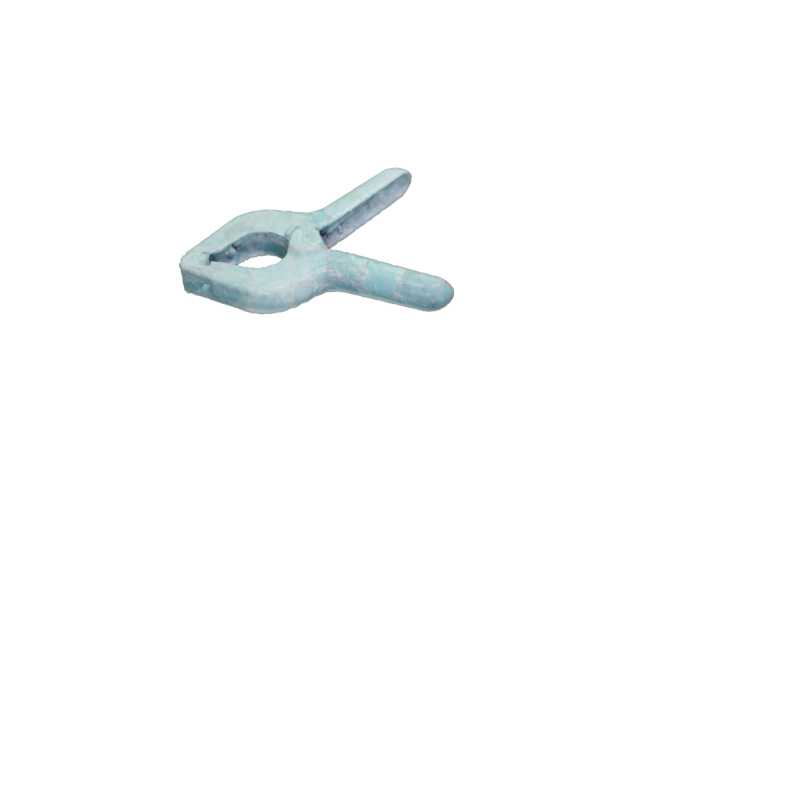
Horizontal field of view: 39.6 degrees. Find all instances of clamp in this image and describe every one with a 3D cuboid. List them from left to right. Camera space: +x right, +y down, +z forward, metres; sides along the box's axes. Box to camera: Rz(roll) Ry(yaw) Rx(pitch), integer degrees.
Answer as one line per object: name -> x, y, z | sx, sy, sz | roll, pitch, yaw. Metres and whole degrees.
clamp -> -0.057, -0.103, 0.724 | 0.171, 0.129, 0.036 | -2, -45, -2
